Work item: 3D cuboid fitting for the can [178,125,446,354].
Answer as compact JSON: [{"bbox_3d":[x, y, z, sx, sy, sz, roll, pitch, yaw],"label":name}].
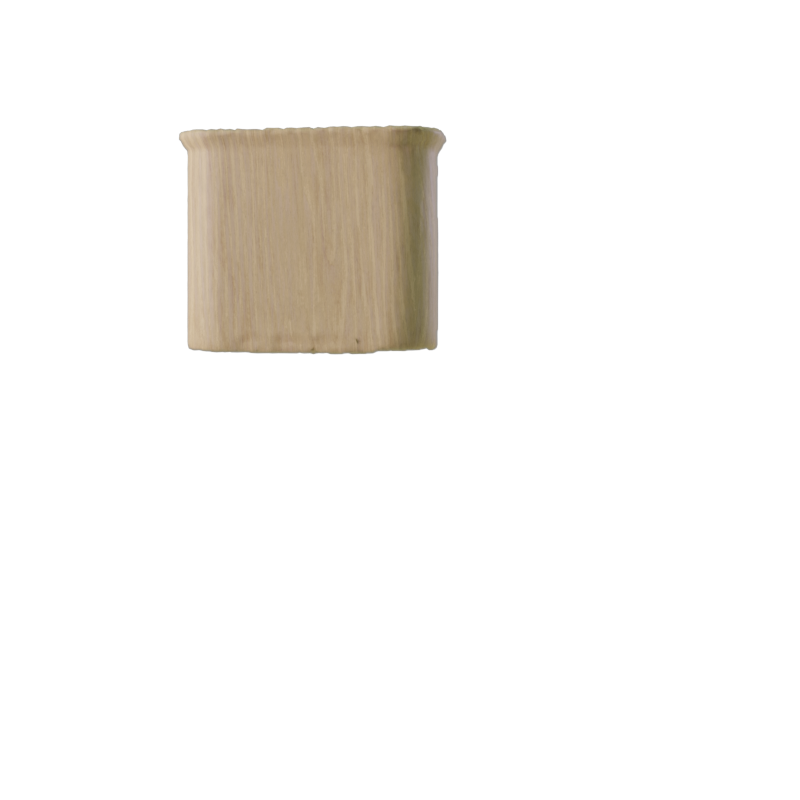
[{"bbox_3d":[-0.034,-0.062,0.432,0.103,0.084,0.057,1,1,10],"label":"can"}]
